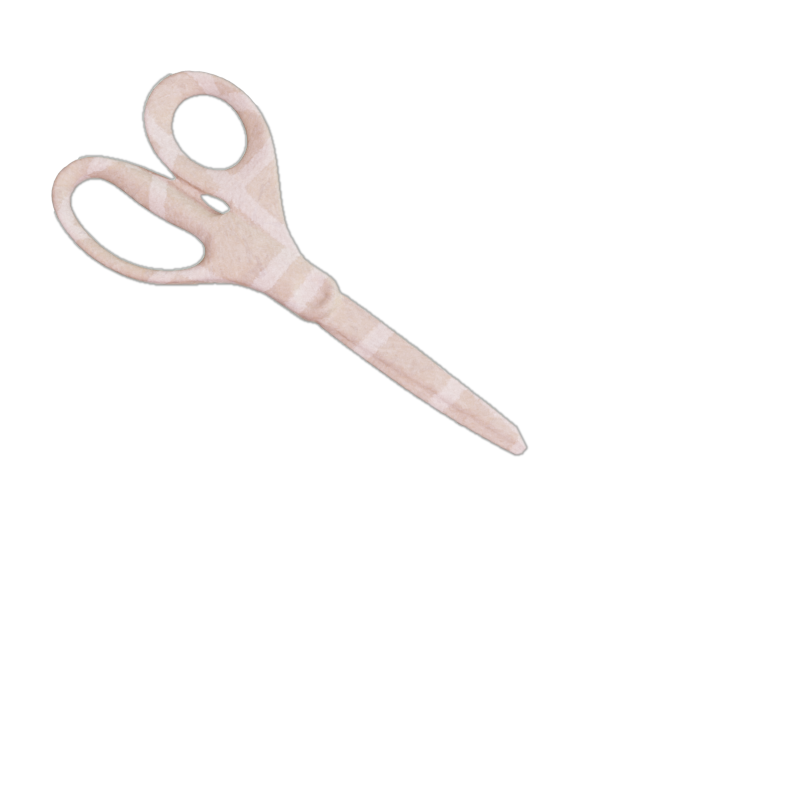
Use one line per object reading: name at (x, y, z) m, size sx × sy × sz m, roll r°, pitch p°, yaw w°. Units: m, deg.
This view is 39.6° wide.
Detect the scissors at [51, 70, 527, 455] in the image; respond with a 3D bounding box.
scissors at (-0.033, -0.061, 0.424) m, size 0.204 × 0.098 × 0.015 m, roll 21°, pitch -12°, yaw 5°
